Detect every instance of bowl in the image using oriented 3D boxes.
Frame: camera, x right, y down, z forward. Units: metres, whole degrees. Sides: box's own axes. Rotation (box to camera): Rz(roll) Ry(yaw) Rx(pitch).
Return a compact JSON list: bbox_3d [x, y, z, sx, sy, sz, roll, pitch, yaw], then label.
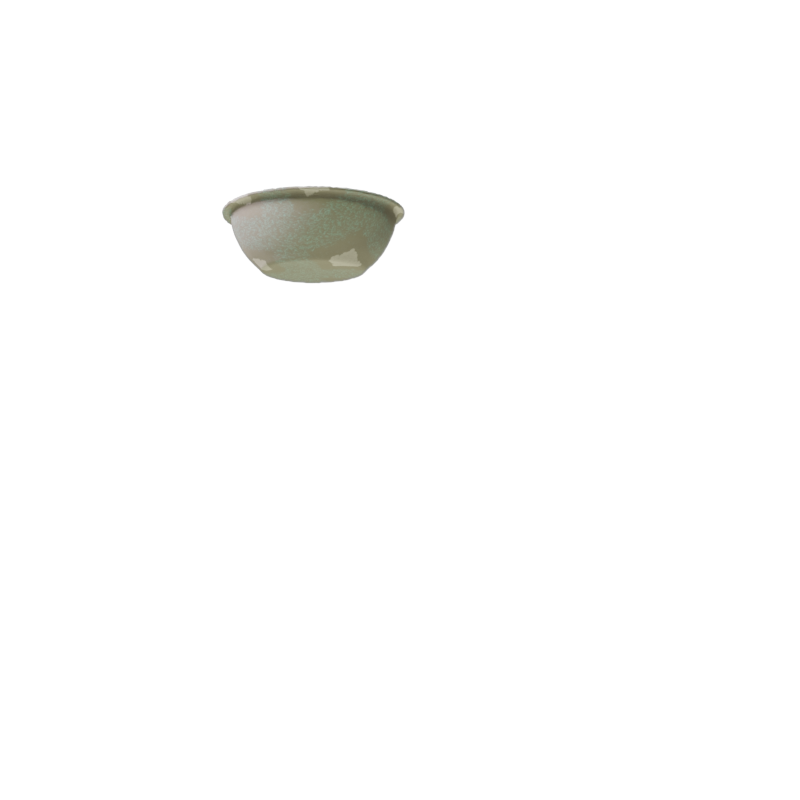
[{"bbox_3d":[-0.076,-0.139,0.975,0.162,0.057,0.158,0,-8,-2],"label":"bowl"}]
